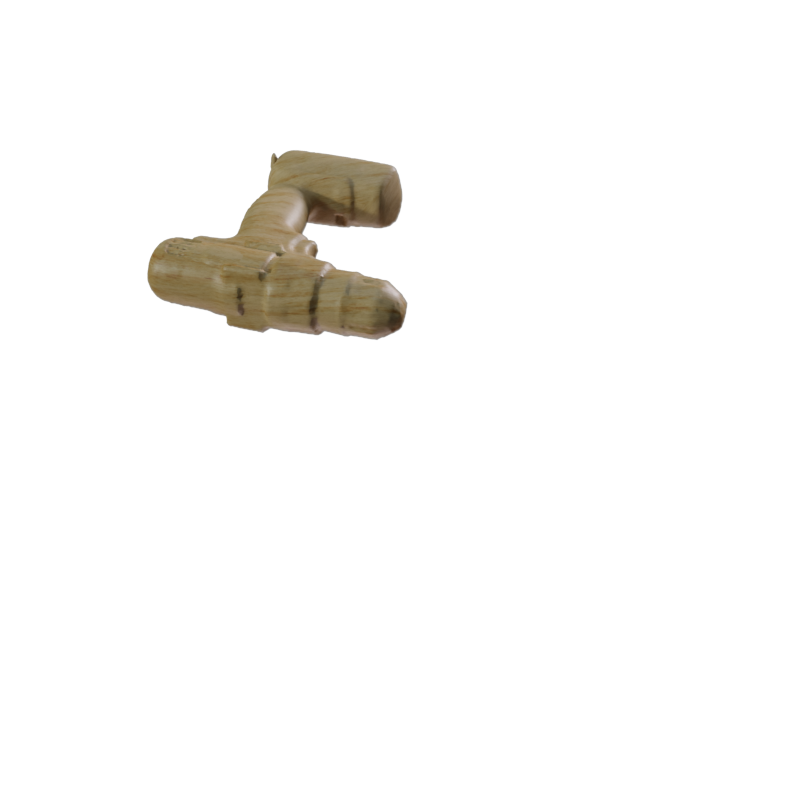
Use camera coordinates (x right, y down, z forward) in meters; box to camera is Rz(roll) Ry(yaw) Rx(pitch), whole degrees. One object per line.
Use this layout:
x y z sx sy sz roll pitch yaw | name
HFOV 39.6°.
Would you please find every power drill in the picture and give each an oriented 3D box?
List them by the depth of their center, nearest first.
-0.062 -0.114 0.798 0.190 0.054 0.194 12 36 17 | power drill
